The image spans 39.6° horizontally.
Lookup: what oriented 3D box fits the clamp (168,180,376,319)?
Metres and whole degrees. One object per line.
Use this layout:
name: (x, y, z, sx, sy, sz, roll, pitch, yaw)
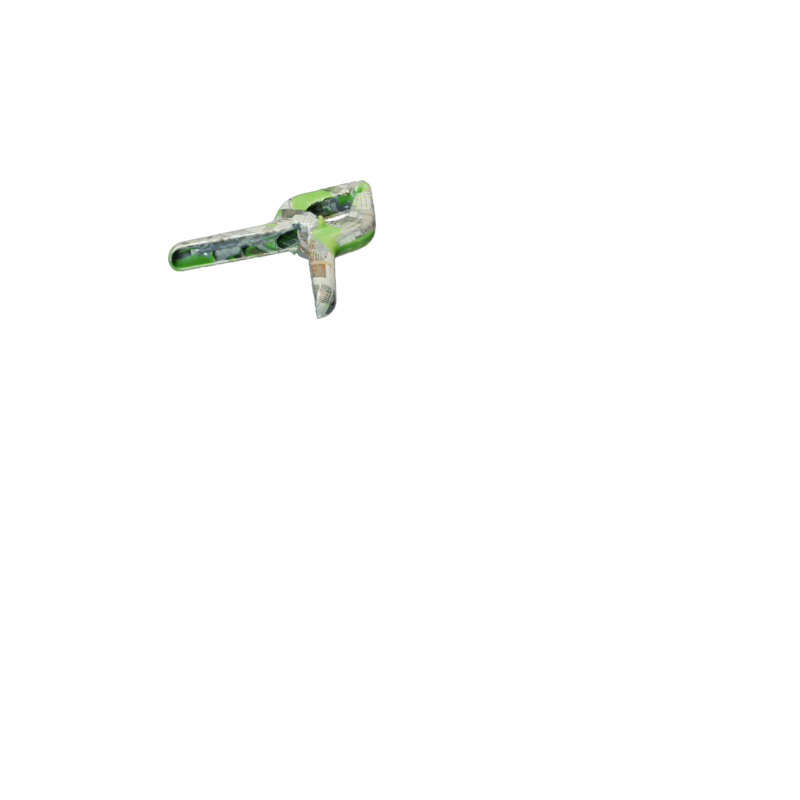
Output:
clamp: (-0.077, -0.140, 0.982, 0.174, 0.034, 0.211, 24, 41, 30)
